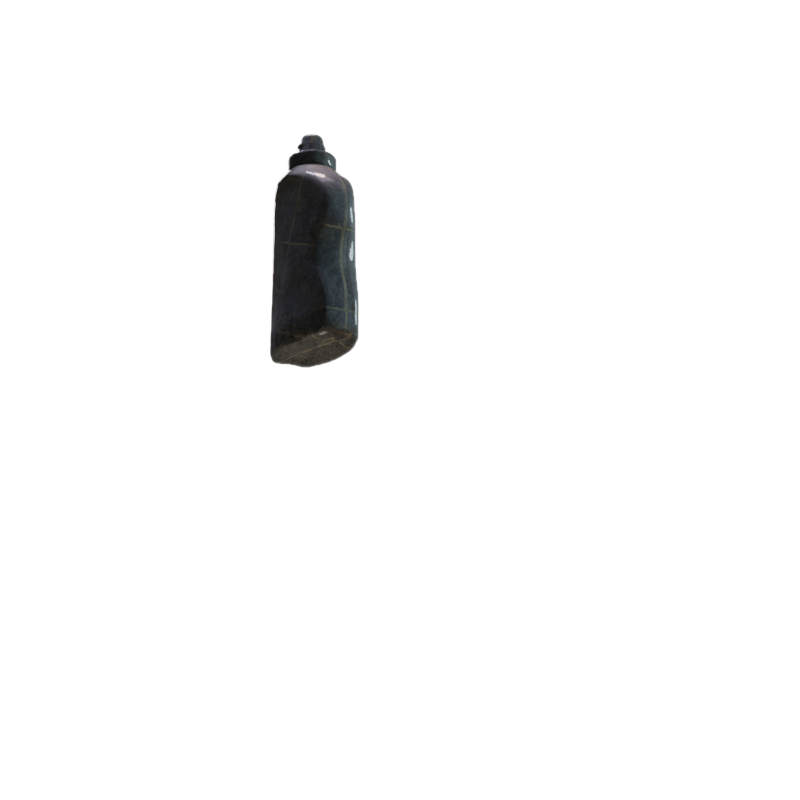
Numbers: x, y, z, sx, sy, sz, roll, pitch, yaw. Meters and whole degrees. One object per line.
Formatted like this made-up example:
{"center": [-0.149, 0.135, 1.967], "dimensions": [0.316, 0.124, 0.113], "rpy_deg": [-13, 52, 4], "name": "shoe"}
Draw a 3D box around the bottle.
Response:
{"center": [-0.072, -0.130, 0.910], "dimensions": [0.056, 0.201, 0.095], "rpy_deg": [10, -24, -27], "name": "bottle"}
